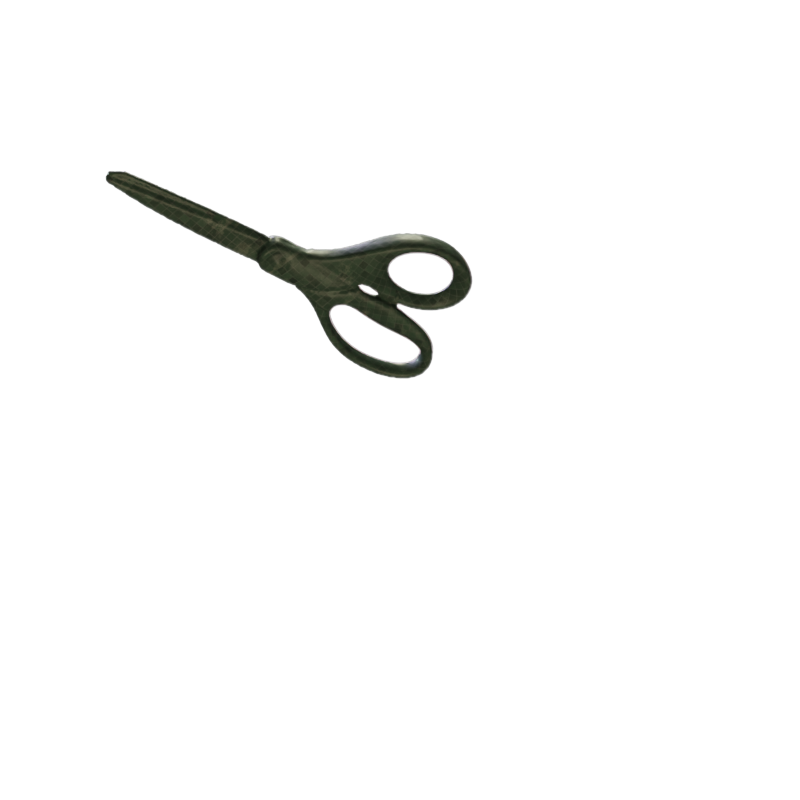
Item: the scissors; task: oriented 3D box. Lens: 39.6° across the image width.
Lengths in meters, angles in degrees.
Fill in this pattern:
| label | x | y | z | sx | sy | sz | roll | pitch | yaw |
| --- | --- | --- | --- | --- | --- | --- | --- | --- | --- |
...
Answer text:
| label | x | y | z | sx | sy | sz | roll | pitch | yaw |
| --- | --- | --- | --- | --- | --- | --- | --- | --- | --- |
| scissors | -0.045 | -0.082 | 0.575 | 0.095 | 0.191 | 0.017 | -40 | 25 | 23 |
